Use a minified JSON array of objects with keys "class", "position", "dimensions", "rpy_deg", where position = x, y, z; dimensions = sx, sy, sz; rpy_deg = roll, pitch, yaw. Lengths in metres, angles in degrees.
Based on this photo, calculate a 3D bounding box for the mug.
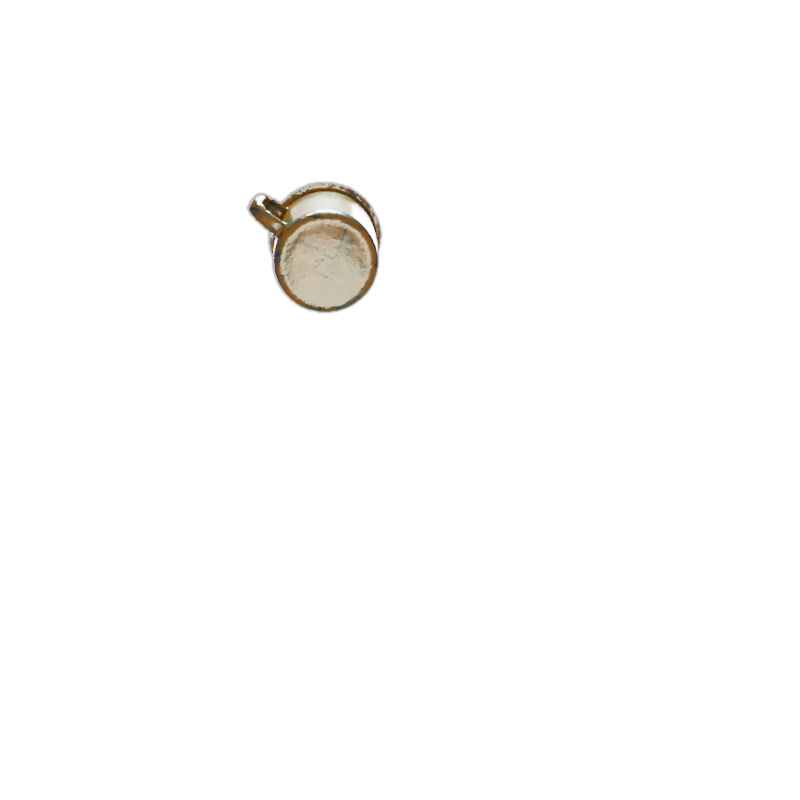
[{"class":"mug","position":[-0.069,-0.126,0.882],"dimensions":[0.114,0.092,0.085],"rpy_deg":[35,14,-12]}]
